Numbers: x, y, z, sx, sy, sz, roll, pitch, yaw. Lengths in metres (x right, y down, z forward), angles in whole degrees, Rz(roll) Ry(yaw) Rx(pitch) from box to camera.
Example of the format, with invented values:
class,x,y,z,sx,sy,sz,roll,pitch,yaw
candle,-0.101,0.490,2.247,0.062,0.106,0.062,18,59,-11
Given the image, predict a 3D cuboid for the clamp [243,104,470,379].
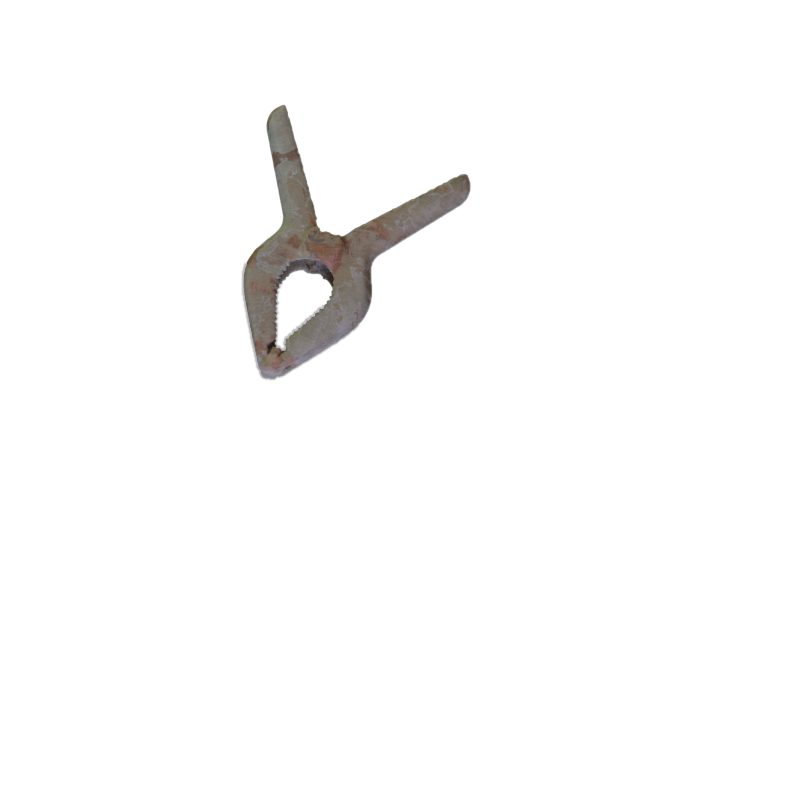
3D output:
class,x,y,z,sx,sy,sz,roll,pitch,yaw
clamp,-0.064,-0.117,0.819,0.169,0.216,0.035,27,-20,11
